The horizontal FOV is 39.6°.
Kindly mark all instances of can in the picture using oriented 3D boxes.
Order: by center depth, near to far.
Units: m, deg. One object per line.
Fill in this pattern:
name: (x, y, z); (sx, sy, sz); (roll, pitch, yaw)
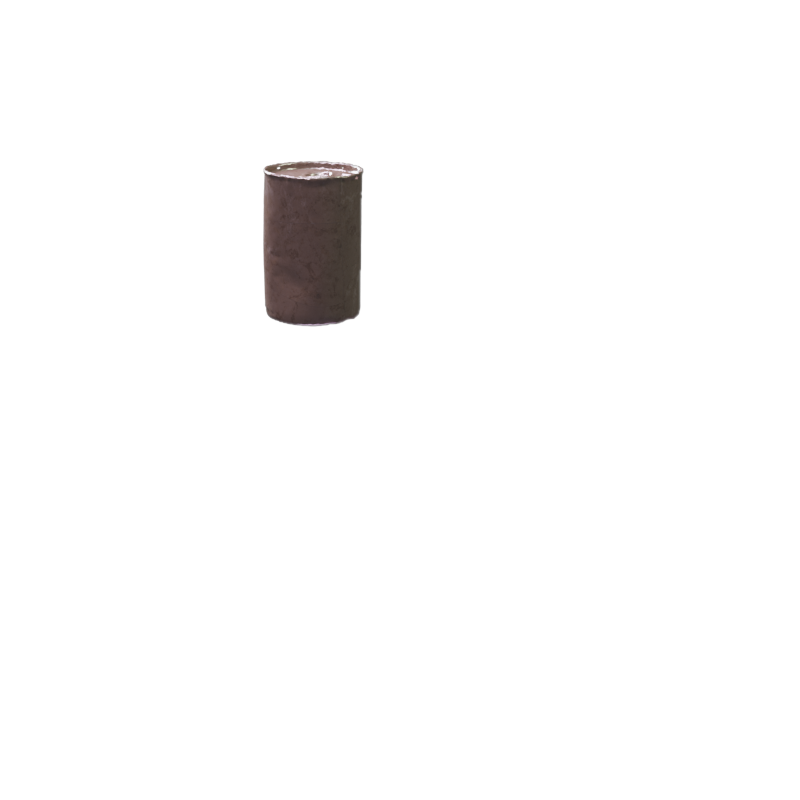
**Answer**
can: (-0.060, -0.109, 0.761); (0.068, 0.099, 0.071); (0, 16, -2)
